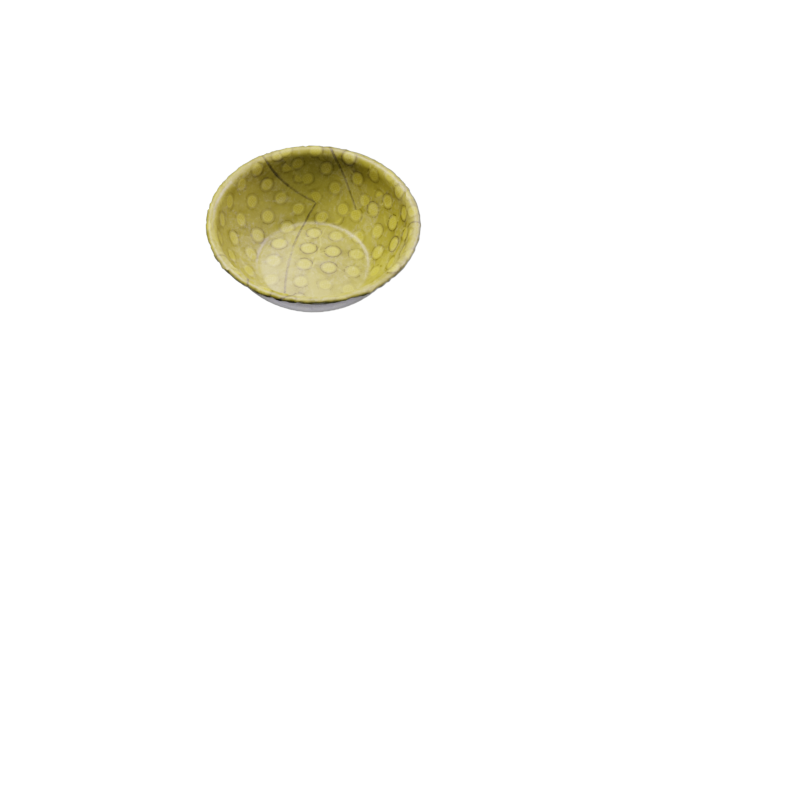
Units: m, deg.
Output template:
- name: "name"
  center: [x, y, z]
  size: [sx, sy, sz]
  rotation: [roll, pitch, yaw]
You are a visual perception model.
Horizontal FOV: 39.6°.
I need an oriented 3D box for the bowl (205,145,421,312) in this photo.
- name: "bowl"
  center: [-0.067, -0.122, 0.852]
  size: [0.162, 0.174, 0.051]
  rotation: [-1, -38, -1]
